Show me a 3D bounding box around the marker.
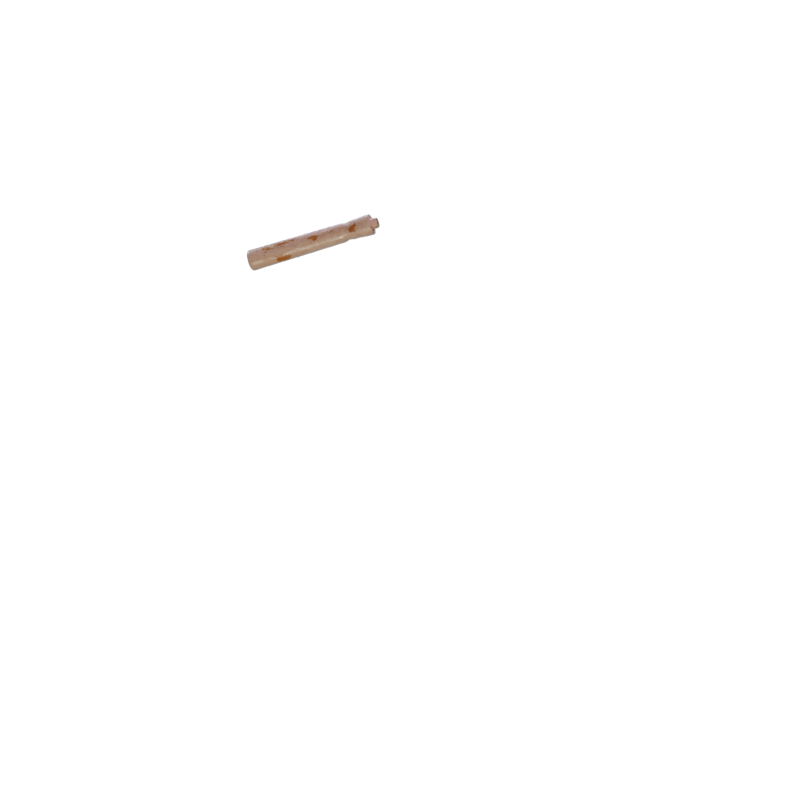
[{"bbox_3d":[-0.076,-0.139,0.975,0.122,0.020,0.019,-15,0,15],"label":"marker"}]
